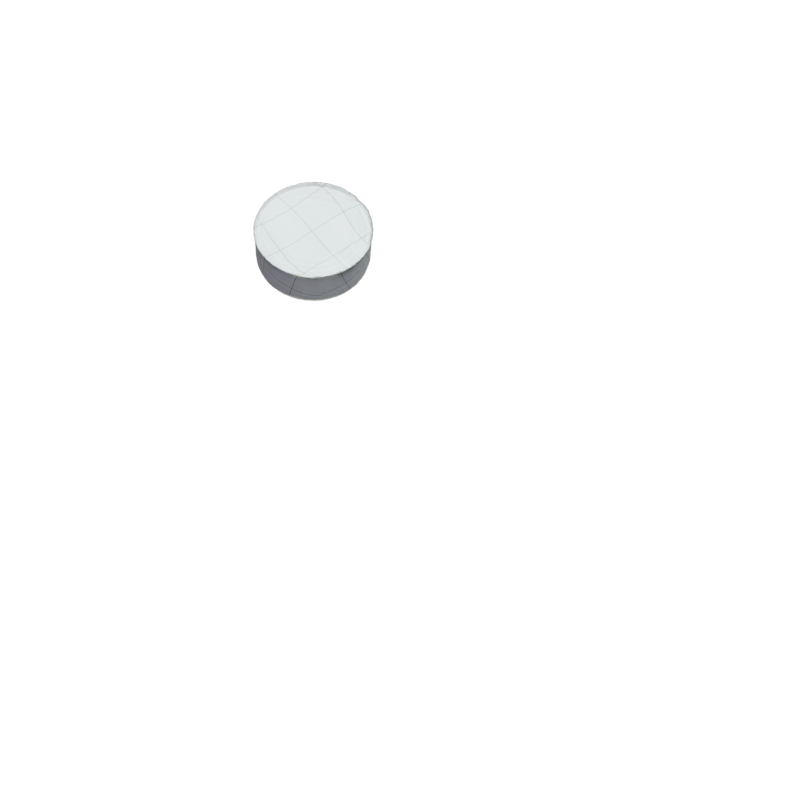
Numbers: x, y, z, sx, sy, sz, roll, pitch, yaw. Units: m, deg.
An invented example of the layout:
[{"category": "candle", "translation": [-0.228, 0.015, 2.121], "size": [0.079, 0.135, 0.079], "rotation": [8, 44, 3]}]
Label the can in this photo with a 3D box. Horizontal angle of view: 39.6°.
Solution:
[{"category": "can", "translation": [-0.063, -0.115, 0.804], "size": [0.086, 0.092, 0.031], "rotation": [-1, -34, -1]}]
